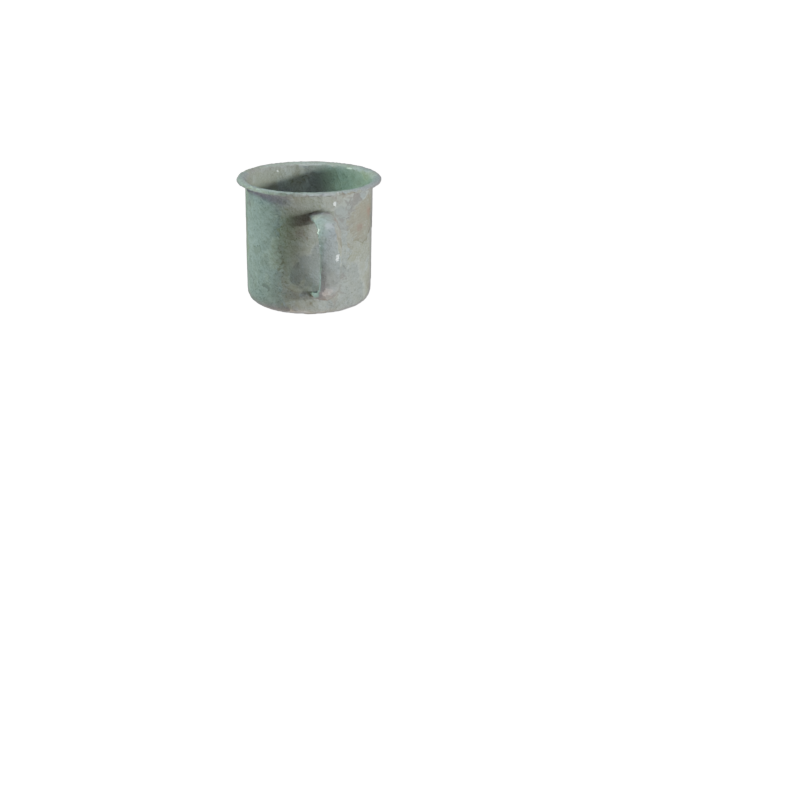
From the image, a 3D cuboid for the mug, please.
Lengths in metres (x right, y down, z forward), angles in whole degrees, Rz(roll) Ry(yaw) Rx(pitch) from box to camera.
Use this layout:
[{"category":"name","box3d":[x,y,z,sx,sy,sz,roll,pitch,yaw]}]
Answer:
[{"category":"mug","box3d":[-0.056,-0.102,0.712,0.092,0.078,0.124,-5,22,-16]}]
